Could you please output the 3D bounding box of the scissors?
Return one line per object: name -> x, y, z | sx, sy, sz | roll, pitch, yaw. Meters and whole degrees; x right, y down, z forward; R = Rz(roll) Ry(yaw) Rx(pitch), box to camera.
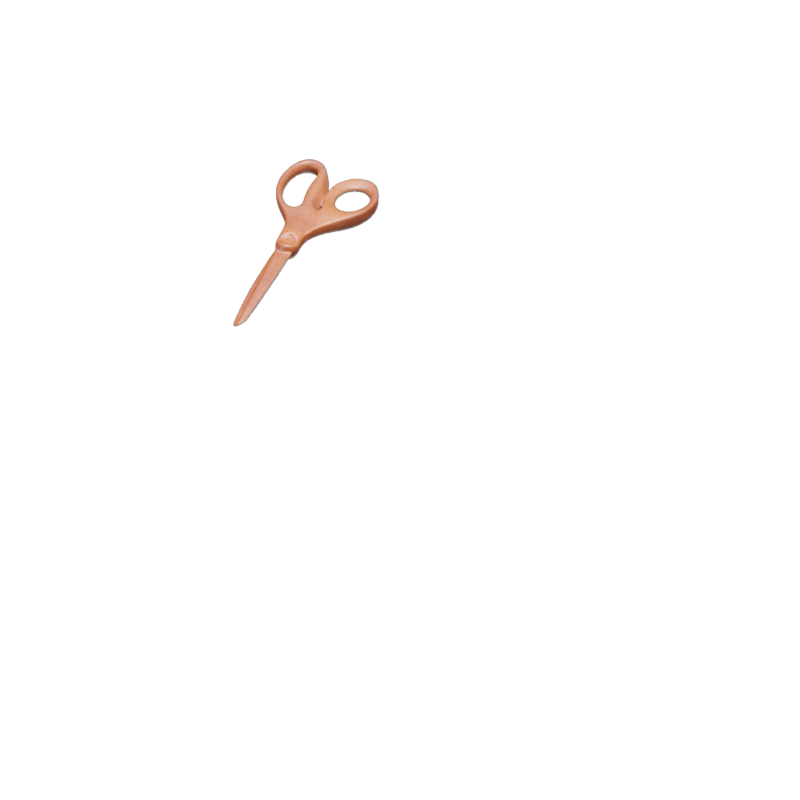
scissors -> -0.070, -0.127, 0.890 | 0.097, 0.215, 0.015 | 3, -44, 3
